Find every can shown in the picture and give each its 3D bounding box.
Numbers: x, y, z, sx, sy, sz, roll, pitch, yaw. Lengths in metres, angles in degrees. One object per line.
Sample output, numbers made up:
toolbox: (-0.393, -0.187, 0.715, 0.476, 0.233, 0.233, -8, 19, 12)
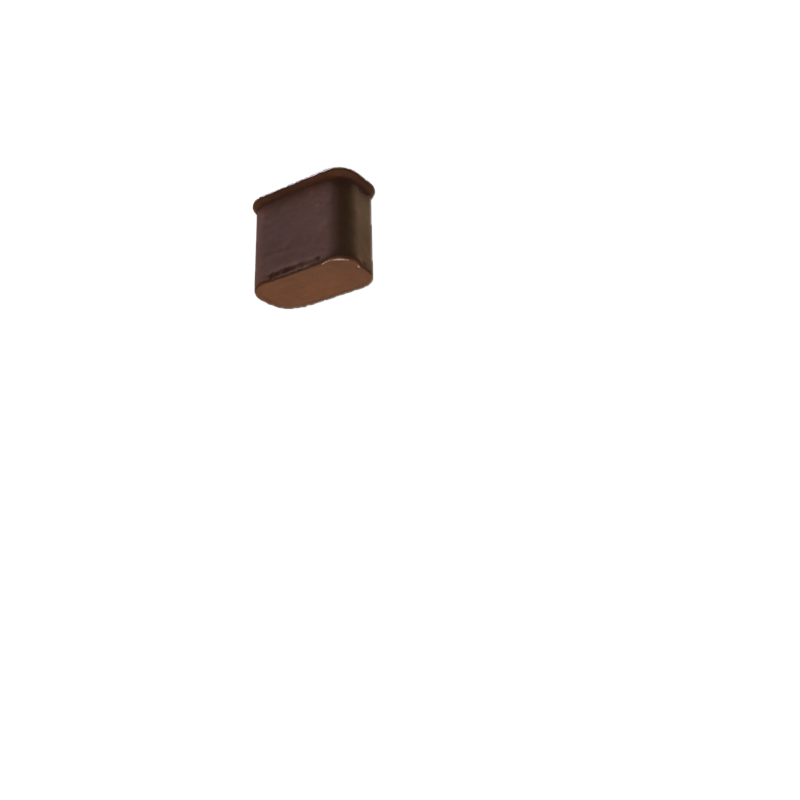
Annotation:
can: (-0.070, -0.127, 0.890, 0.103, 0.089, 0.053, -17, -31, 29)
